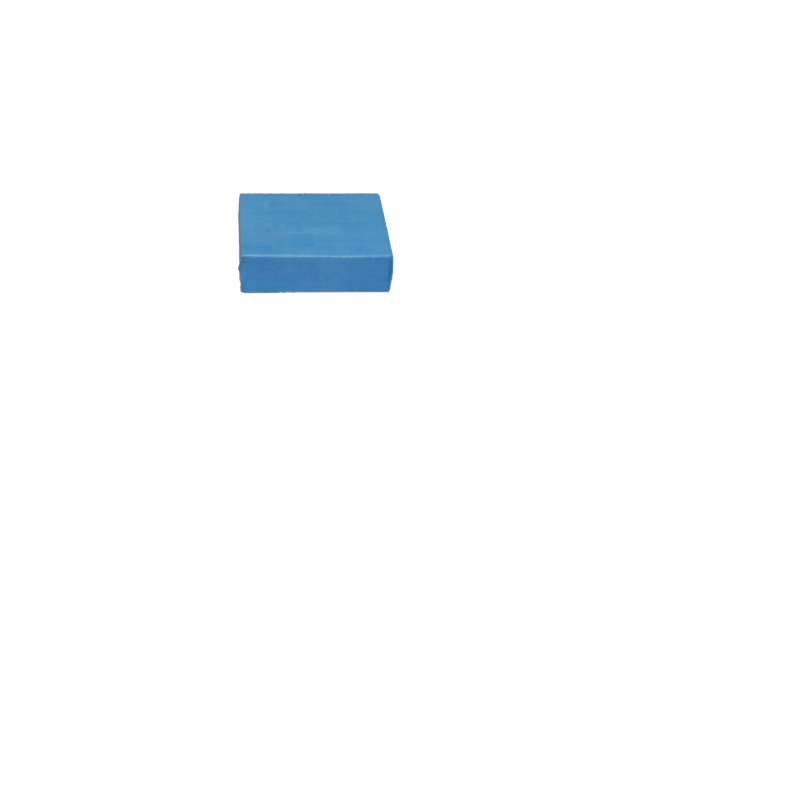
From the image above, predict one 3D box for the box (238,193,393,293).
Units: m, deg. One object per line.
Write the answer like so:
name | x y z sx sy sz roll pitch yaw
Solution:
box | -0.065 -0.119 0.834 0.113 0.036 0.096 -3 37 -4
